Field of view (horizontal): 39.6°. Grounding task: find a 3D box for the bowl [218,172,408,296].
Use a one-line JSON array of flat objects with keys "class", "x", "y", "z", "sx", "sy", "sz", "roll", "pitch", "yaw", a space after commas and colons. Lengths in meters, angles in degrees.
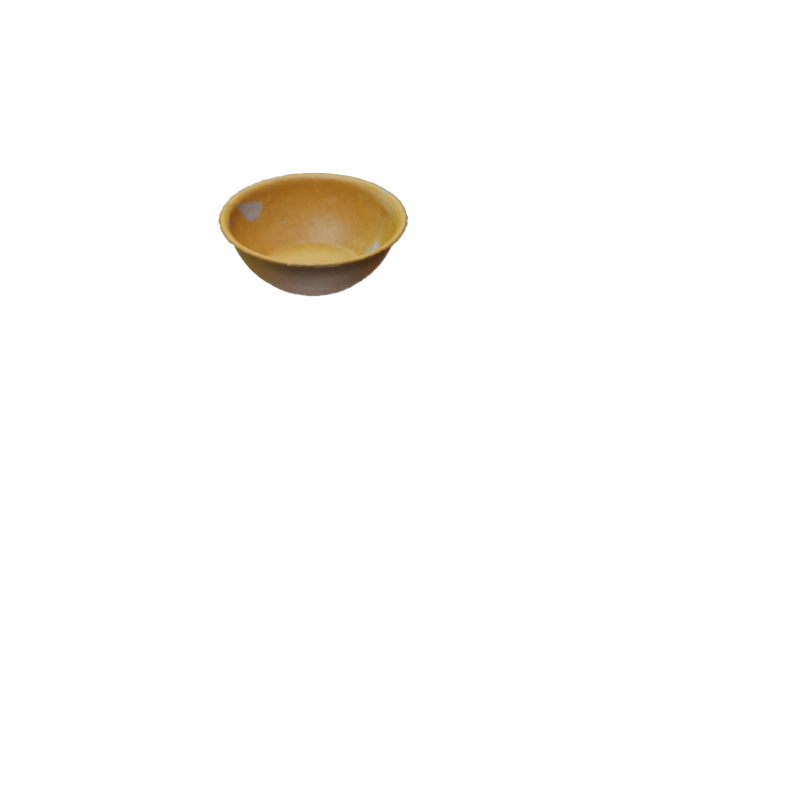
[{"class": "bowl", "x": -0.075, "y": -0.137, "z": 0.962, "sx": 0.162, "sy": 0.052, "sz": 0.173, "roll": -1, "pitch": 36, "yaw": -2}]
